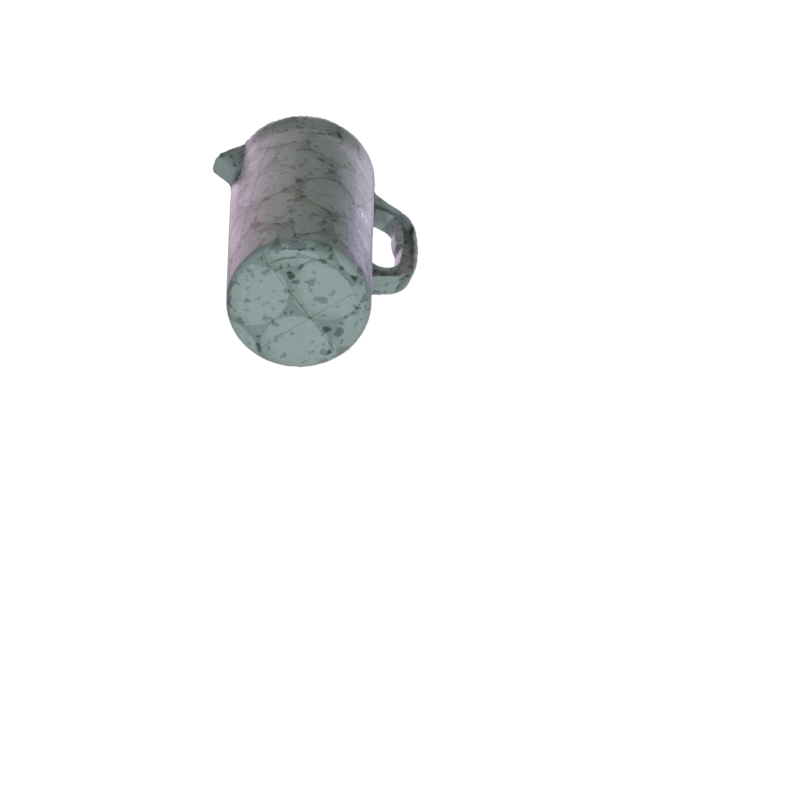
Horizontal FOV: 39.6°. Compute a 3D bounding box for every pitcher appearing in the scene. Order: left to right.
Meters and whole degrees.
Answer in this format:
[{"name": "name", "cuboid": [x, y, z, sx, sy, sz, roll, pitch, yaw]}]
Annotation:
[{"name": "pitcher", "cuboid": [-0.072, -0.131, 0.918, 0.150, 0.136, 0.258, -21, 31, 9]}]
